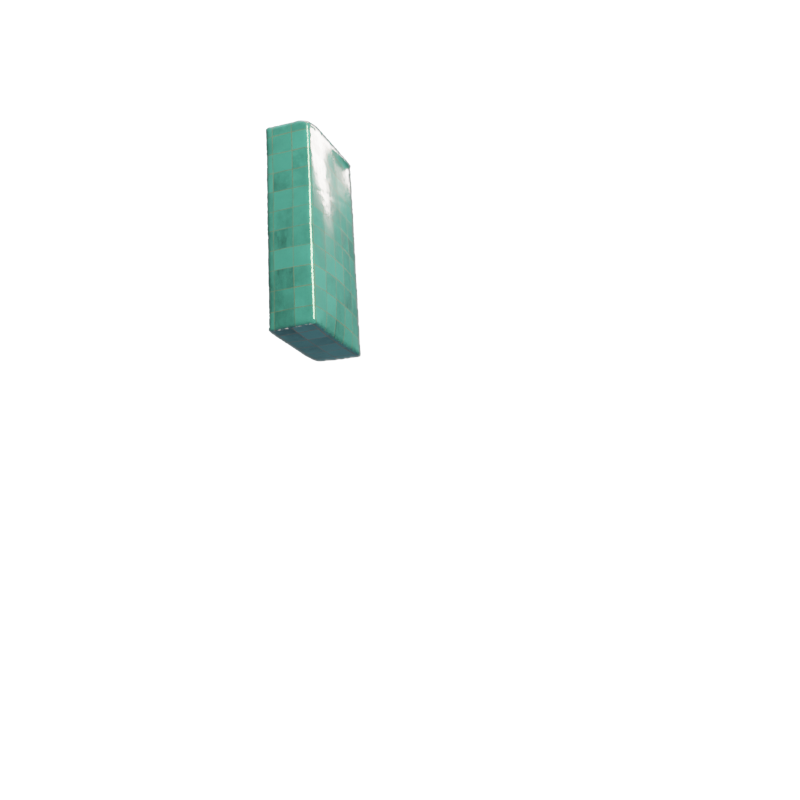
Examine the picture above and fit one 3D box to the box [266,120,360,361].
[{"bbox_3d":[-0.070,-0.127,0.892,0.049,0.185,0.087,-10,-22,19],"label":"box"}]
